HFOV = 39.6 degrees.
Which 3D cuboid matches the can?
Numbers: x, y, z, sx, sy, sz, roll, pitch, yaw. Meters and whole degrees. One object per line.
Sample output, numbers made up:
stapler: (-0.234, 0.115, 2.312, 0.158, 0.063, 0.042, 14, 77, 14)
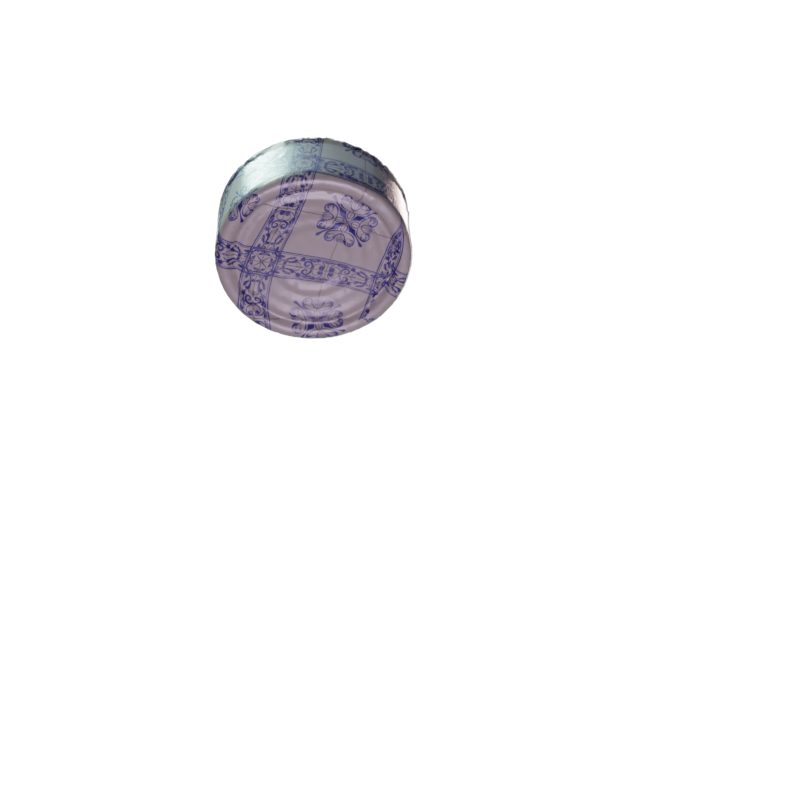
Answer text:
can: (-0.038, -0.069, 0.483, 0.086, 0.080, 0.036, 1, 36, -1)
